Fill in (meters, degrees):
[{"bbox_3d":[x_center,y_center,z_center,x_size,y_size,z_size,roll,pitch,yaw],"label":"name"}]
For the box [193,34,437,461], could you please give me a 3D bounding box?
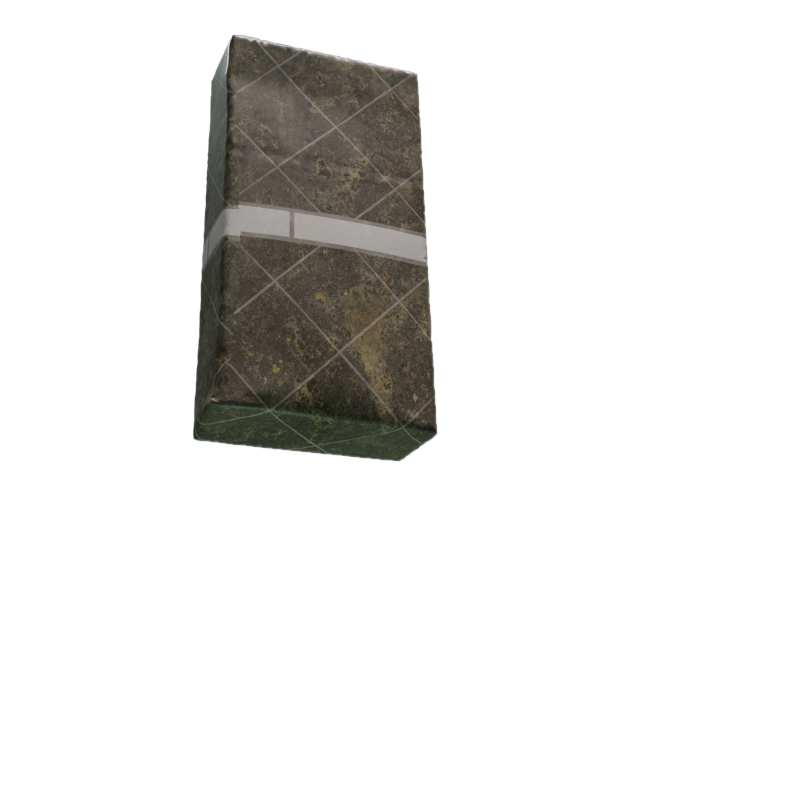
[{"bbox_3d":[-0.037,-0.068,0.478,0.091,0.187,0.046,8,-30,-18],"label":"box"}]
